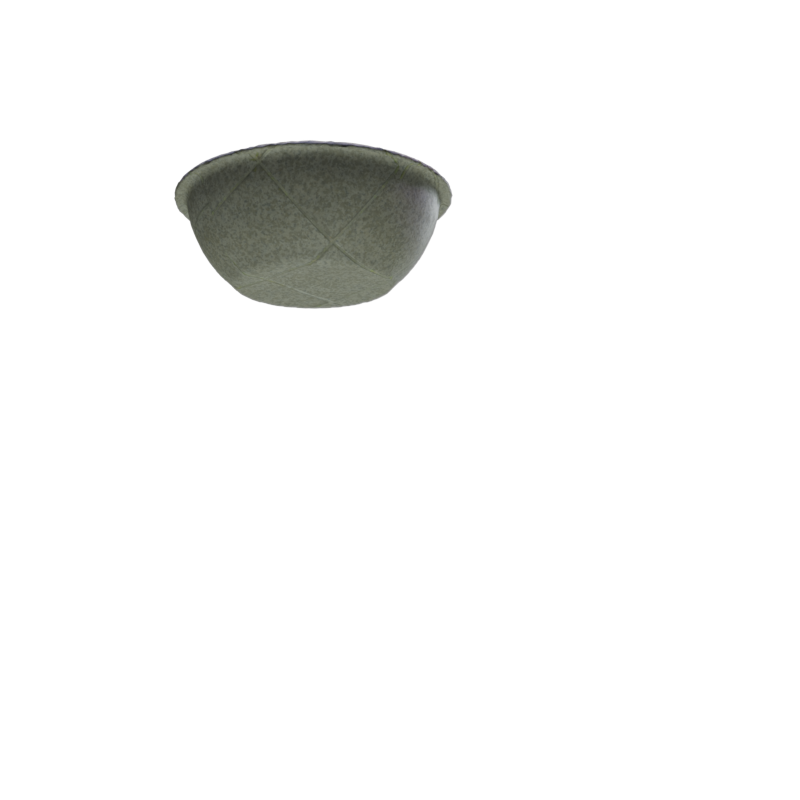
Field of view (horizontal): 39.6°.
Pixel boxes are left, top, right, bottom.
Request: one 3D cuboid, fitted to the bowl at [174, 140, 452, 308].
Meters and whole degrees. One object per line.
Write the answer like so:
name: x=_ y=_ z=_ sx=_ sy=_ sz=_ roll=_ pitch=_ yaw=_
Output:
bowl: x=-0.050 y=-0.091 z=0.640 sx=0.162 sy=0.057 sz=0.156 roll=0 pitch=-13 yaw=-2
